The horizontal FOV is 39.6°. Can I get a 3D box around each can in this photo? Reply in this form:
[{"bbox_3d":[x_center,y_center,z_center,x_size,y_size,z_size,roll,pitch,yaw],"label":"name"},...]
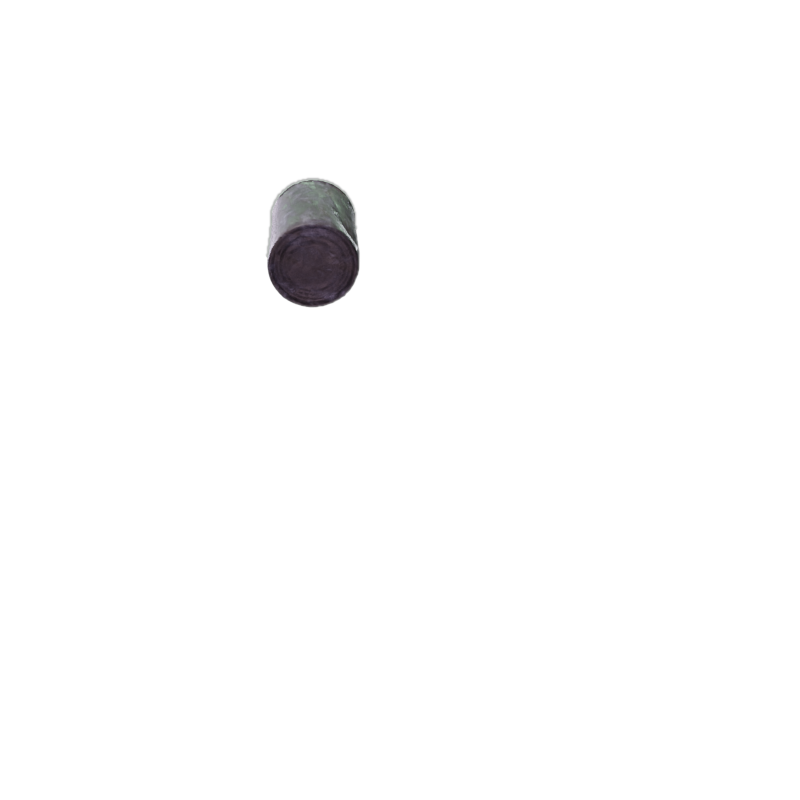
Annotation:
[{"bbox_3d":[-0.066,-0.120,0.841,0.068,0.065,0.108,0,26,-3],"label":"can"}]
